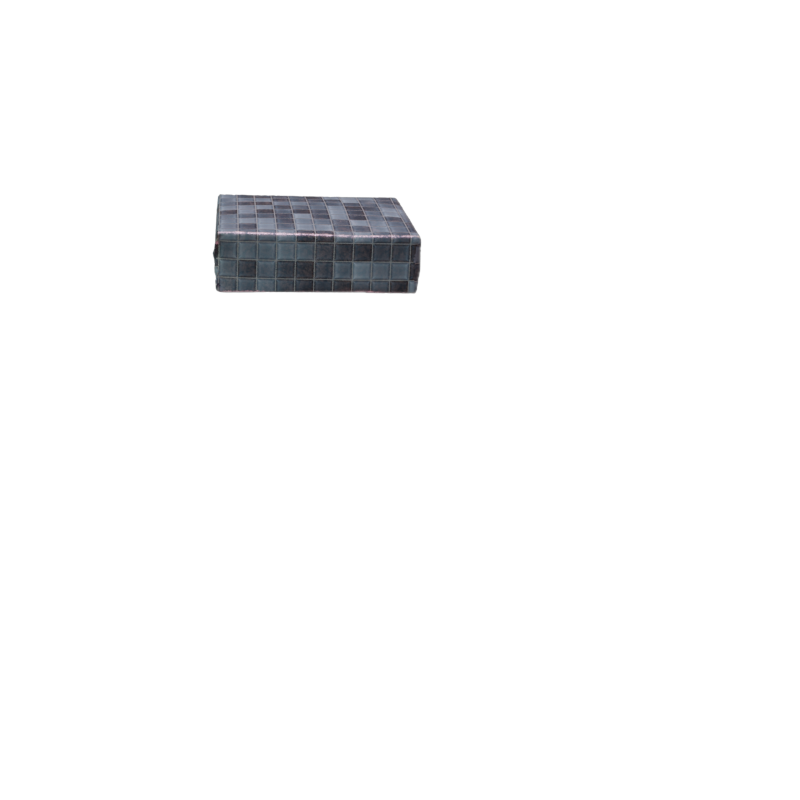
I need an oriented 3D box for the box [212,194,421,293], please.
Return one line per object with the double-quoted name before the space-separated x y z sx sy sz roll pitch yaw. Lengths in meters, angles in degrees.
"box" -0.050 -0.091 0.636 0.113 0.037 0.094 -2 21 -6
